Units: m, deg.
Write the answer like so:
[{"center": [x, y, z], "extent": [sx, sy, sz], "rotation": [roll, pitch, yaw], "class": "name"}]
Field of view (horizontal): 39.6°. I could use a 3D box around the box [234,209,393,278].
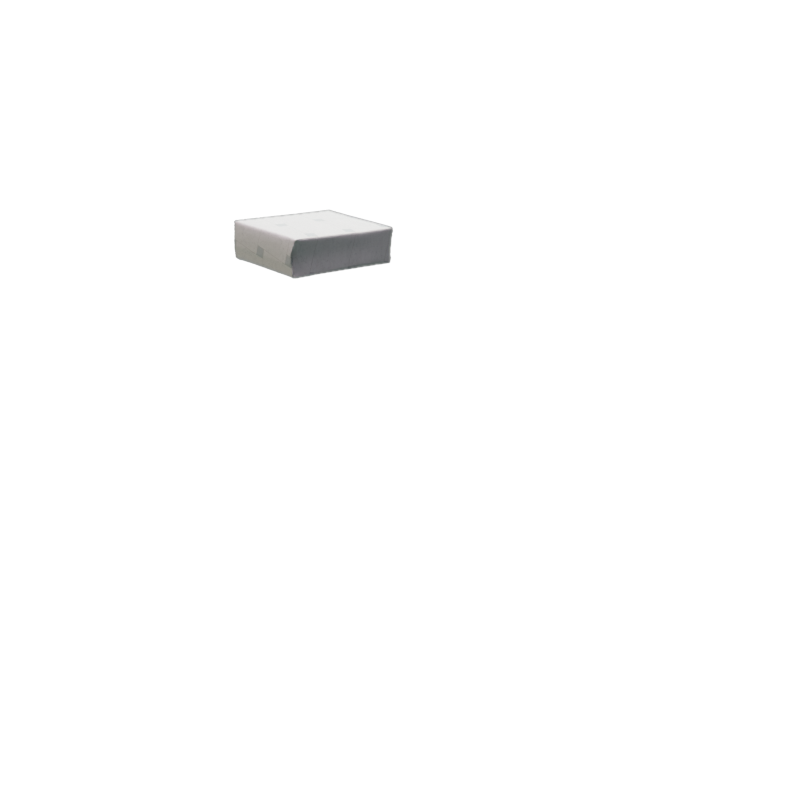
[{"center": [-0.077, -0.140, 0.981], "extent": [0.111, 0.037, 0.095], "rotation": [-16, 25, -38], "class": "box"}]
